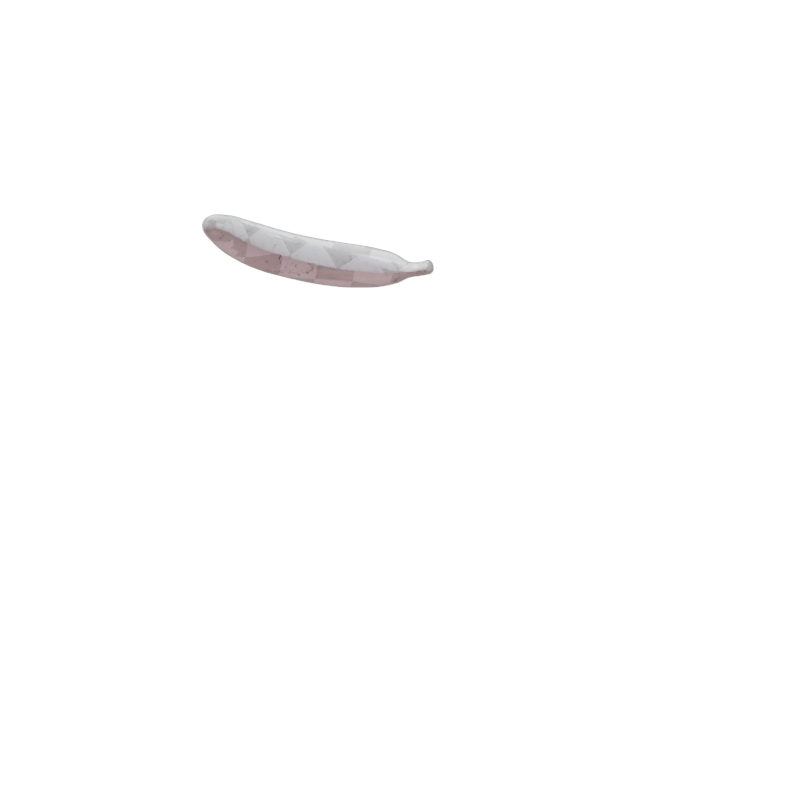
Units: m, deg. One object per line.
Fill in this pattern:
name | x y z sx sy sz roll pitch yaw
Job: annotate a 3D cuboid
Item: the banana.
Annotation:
banana | -0.075 -0.123 0.921 0.192 0.039 0.068 7 -22 -19
